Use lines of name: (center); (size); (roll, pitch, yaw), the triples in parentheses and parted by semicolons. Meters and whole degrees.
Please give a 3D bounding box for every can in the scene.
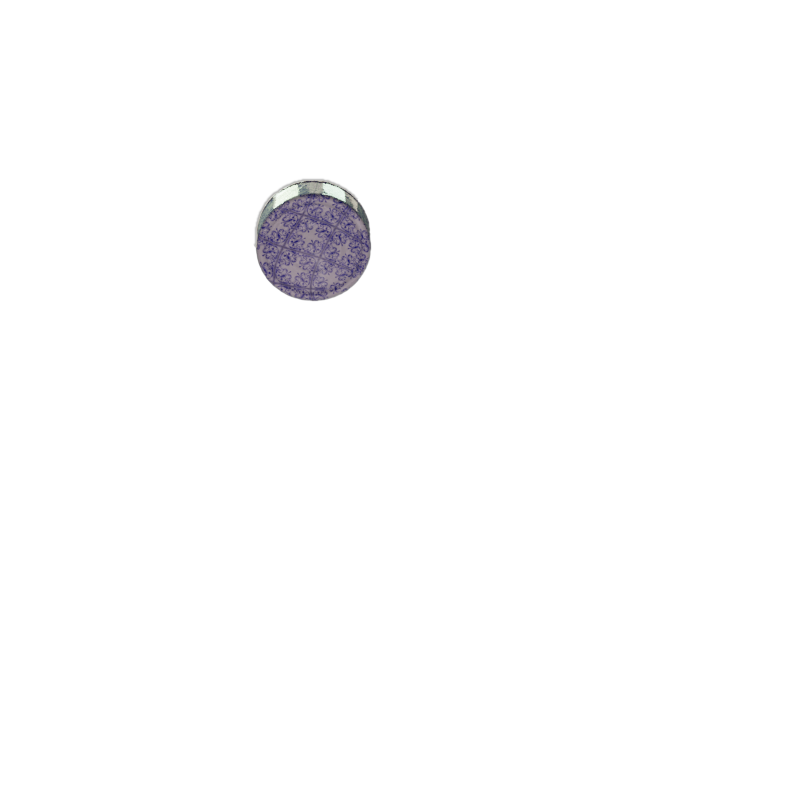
can: (-0.064, -0.117, 0.821); (0.086, 0.082, 0.035); (1, 24, -1)
